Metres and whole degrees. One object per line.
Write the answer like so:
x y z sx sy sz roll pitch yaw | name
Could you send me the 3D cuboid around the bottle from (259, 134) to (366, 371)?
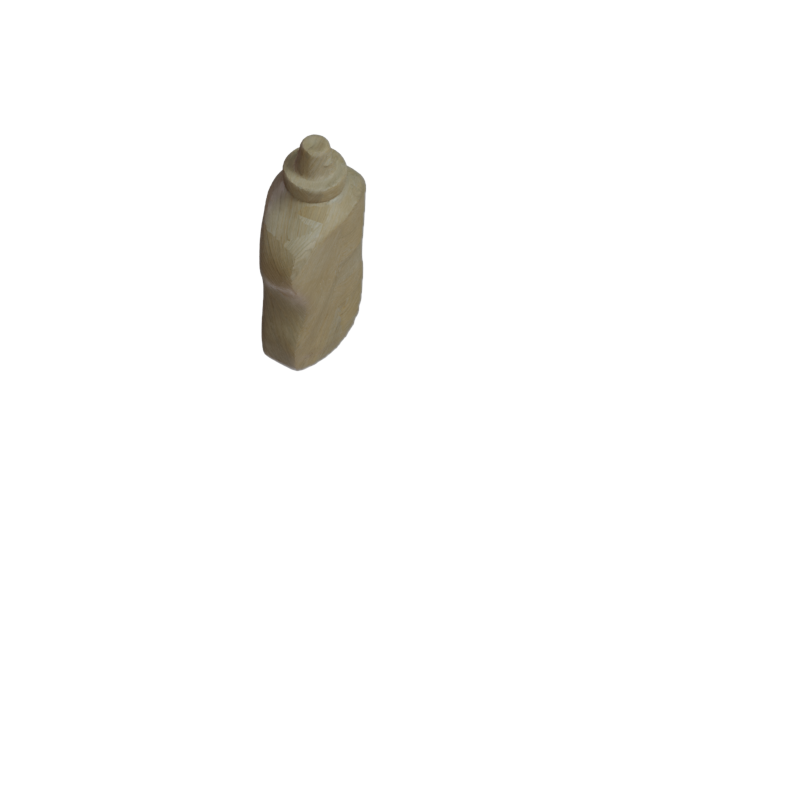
-0.059 -0.108 0.757 0.061 0.099 0.179 28 -32 15 | bottle
